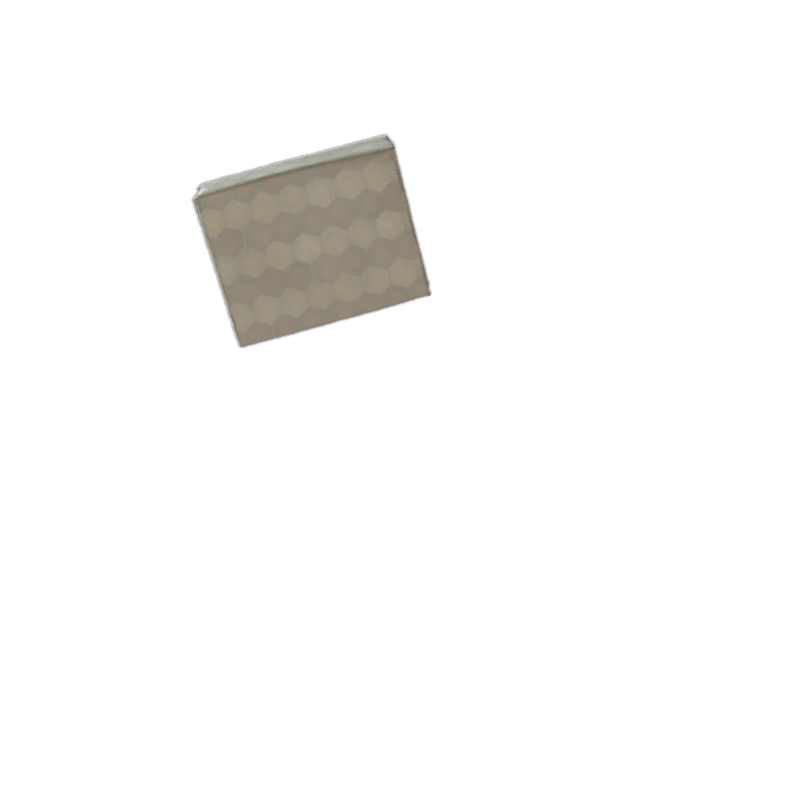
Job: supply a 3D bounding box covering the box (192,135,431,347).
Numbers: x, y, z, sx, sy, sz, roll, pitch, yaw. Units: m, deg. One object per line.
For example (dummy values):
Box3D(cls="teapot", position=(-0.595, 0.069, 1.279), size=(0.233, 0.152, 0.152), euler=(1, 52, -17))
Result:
Box3D(cls="box", position=(-0.048, -0.088, 0.614), size=(0.114, 0.087, 0.040), euler=(-14, 15, 3))
